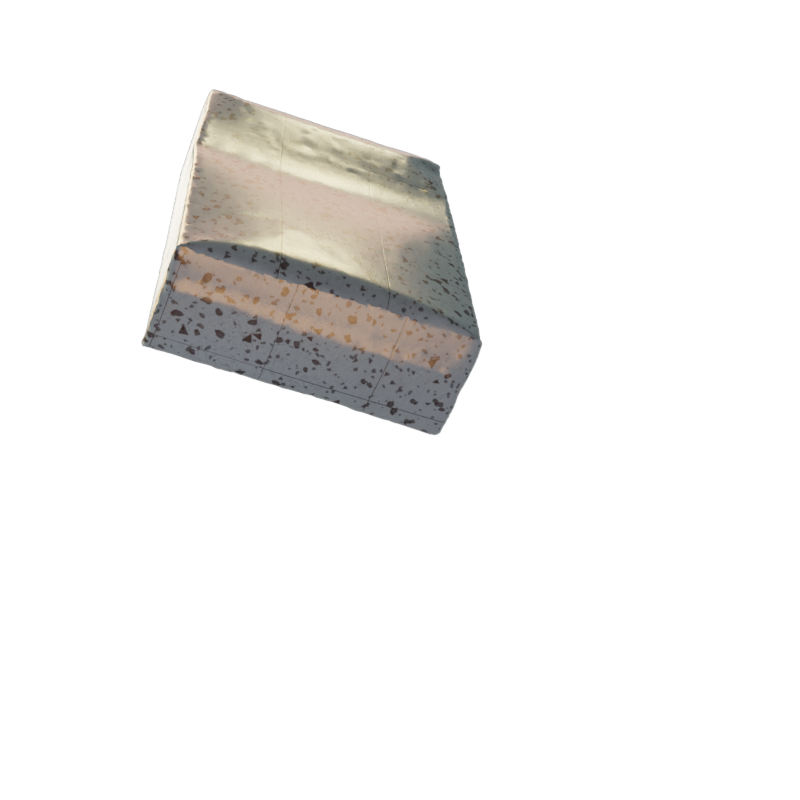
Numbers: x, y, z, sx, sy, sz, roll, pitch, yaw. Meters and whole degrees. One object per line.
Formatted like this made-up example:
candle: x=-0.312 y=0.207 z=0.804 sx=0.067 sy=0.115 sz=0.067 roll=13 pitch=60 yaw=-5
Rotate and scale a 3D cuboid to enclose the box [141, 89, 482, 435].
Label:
box: x=-0.050 y=-0.091 z=0.639 sx=0.160 sy=0.069 sz=0.228 roll=16 pitch=32 yaw=-13
